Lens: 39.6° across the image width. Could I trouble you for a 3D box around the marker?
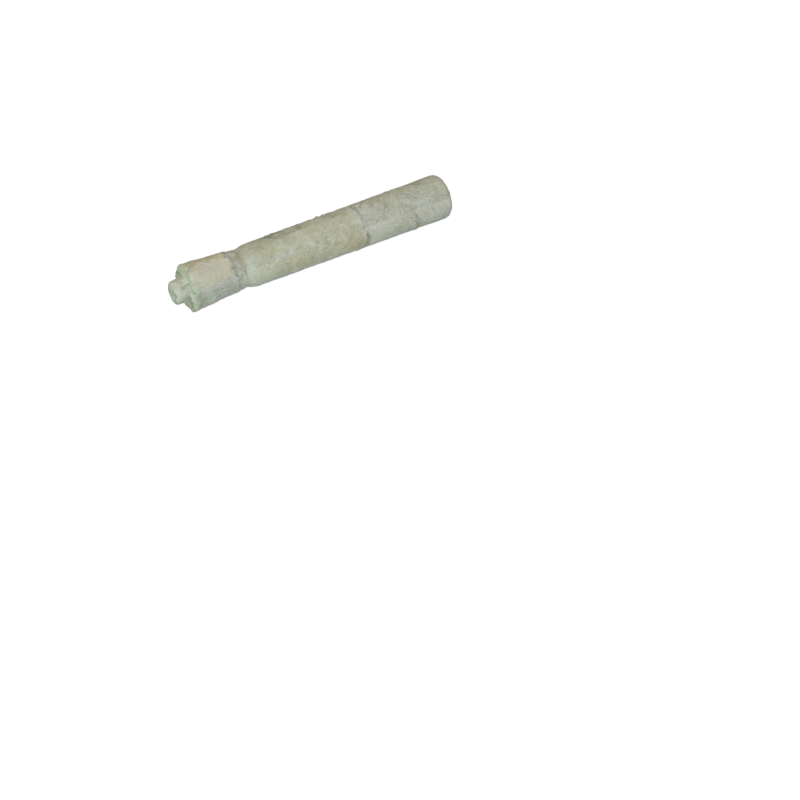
[{"bbox_3d":[-0.034,-0.062,0.431,0.120,0.019,0.020,-24,14,-24],"label":"marker"}]
